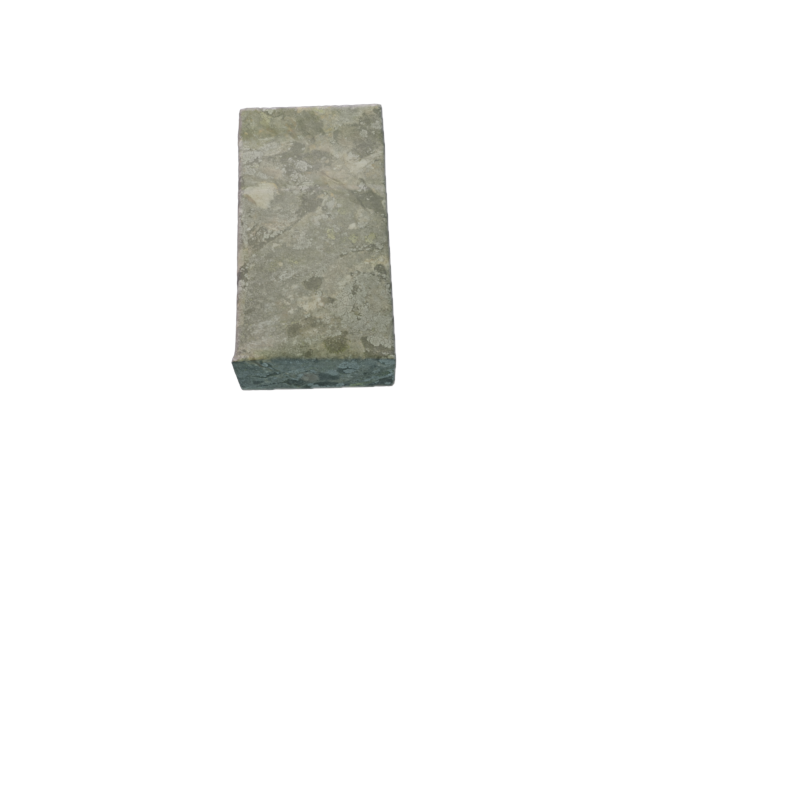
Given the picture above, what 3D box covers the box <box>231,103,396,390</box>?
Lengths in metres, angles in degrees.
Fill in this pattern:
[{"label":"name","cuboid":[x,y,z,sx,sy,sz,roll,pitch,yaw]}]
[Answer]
[{"label":"box","cuboid":[-0.052,-0.096,0.672,0.093,0.187,0.045,-2,-29,0]}]
